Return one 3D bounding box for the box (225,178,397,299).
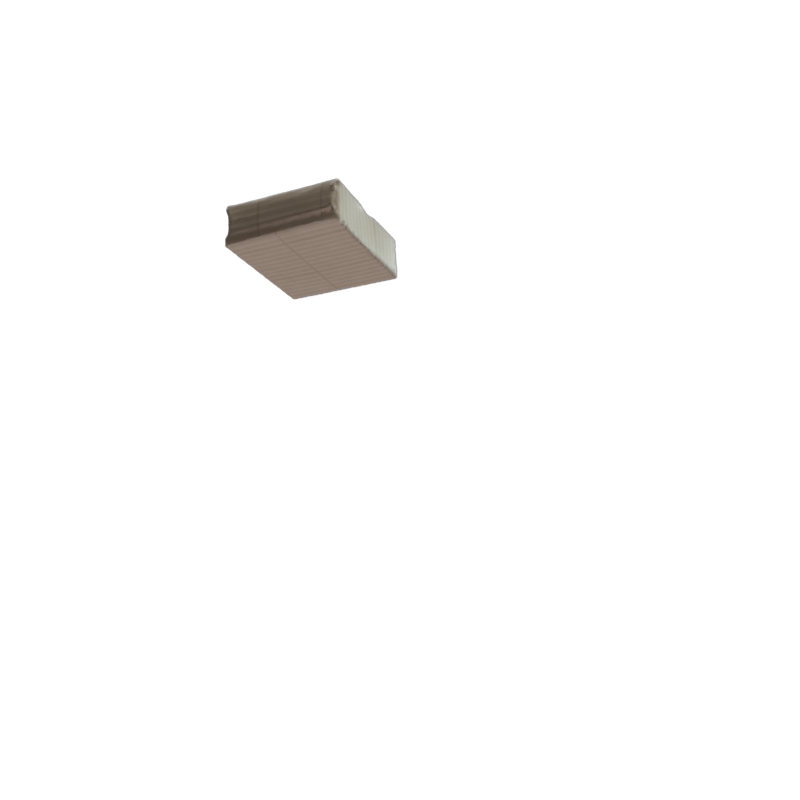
[{"bbox_3d":[-0.052,-0.095,0.664,0.074,0.032,0.083,-10,-24,23],"label":"box"}]
